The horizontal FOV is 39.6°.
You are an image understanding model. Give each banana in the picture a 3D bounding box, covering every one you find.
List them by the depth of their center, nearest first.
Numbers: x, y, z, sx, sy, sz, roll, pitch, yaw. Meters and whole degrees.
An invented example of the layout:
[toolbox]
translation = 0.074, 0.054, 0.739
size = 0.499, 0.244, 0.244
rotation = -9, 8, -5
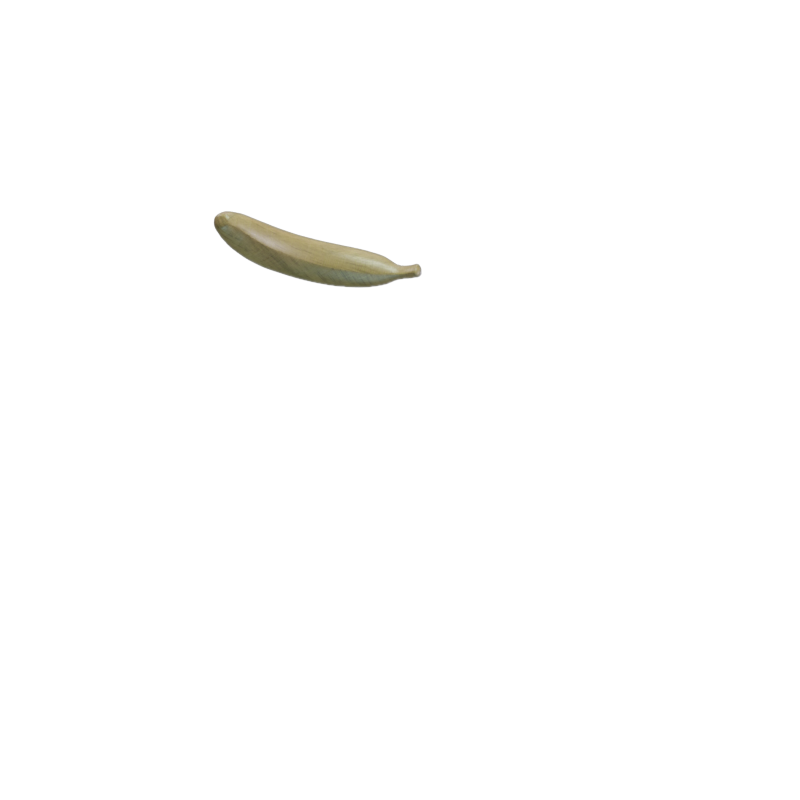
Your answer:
[banana]
translation = -0.082, -0.132, 0.982
size = 0.190, 0.039, 0.069
rotation = 10, -24, -25
